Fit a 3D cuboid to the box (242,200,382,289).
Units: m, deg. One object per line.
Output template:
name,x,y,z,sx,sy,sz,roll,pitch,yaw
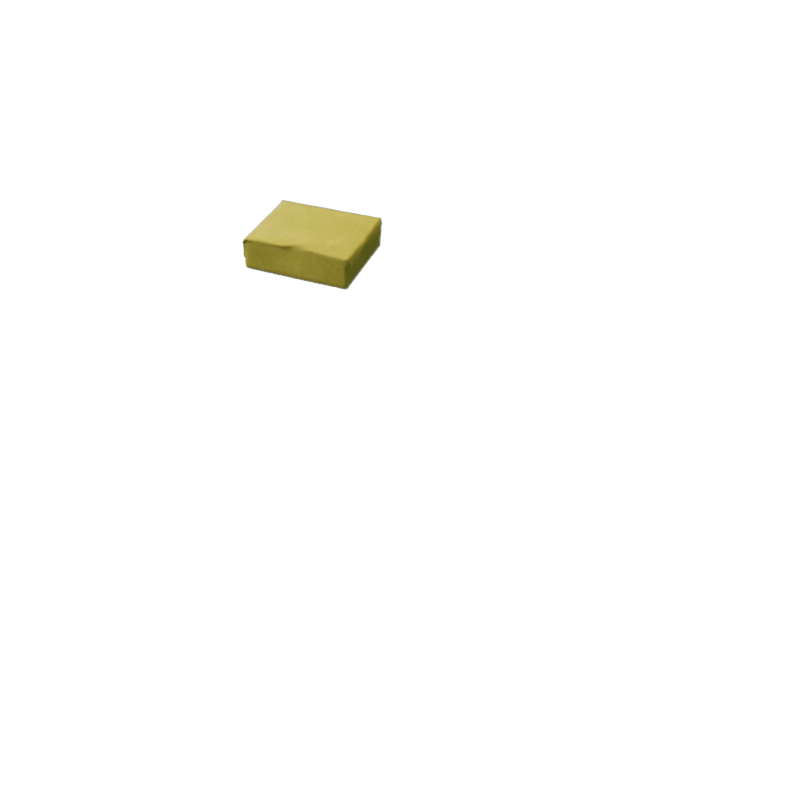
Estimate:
box,-0.068,-0.124,0.870,0.092,0.028,0.075,13,36,18
